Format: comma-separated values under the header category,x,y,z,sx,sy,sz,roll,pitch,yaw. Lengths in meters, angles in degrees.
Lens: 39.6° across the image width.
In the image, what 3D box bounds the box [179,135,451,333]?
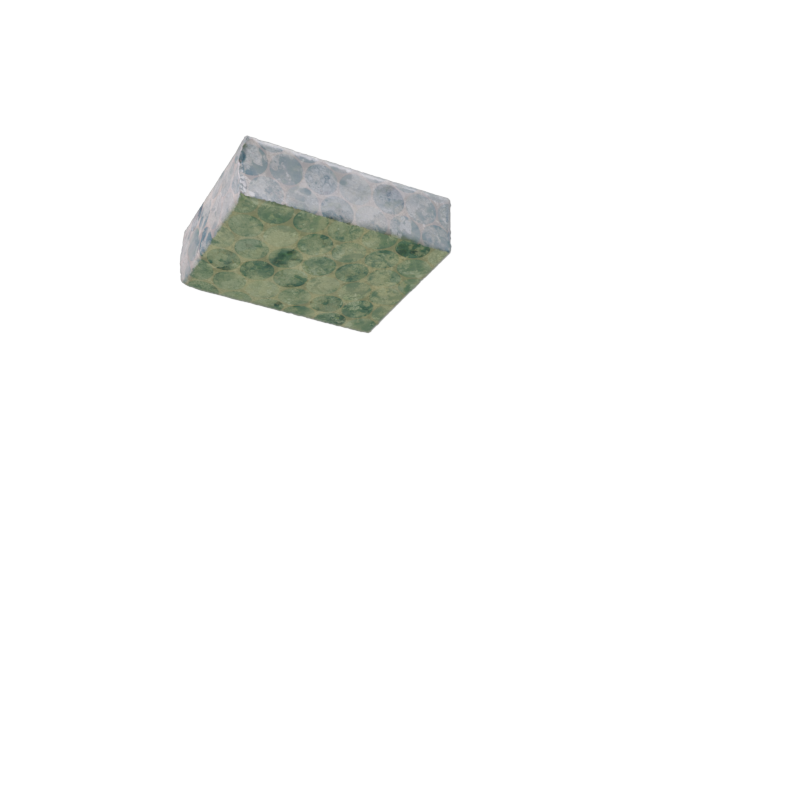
category,x,y,z,sx,sy,sz,roll,pitch,yaw
box,-0.044,-0.079,0.557,0.109,0.041,0.087,13,-32,-22
